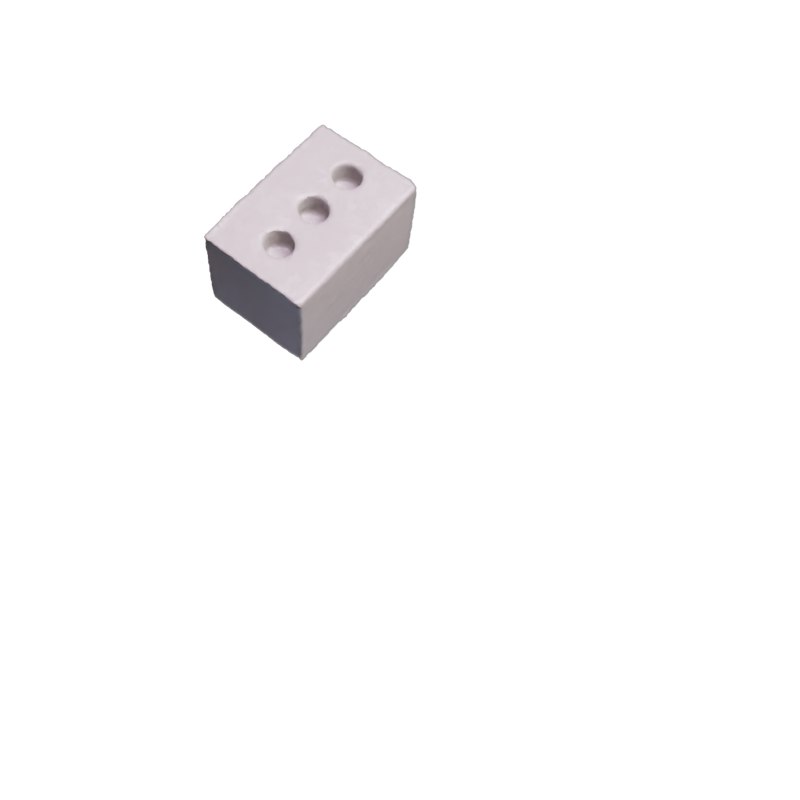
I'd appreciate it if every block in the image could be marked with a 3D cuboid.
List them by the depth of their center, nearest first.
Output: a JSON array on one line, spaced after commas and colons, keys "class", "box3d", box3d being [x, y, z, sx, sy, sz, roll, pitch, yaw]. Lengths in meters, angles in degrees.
[{"class": "block", "box3d": [-0.037, -0.067, 0.472, 0.055, 0.079, 0.048, 34, -25, 16]}]
